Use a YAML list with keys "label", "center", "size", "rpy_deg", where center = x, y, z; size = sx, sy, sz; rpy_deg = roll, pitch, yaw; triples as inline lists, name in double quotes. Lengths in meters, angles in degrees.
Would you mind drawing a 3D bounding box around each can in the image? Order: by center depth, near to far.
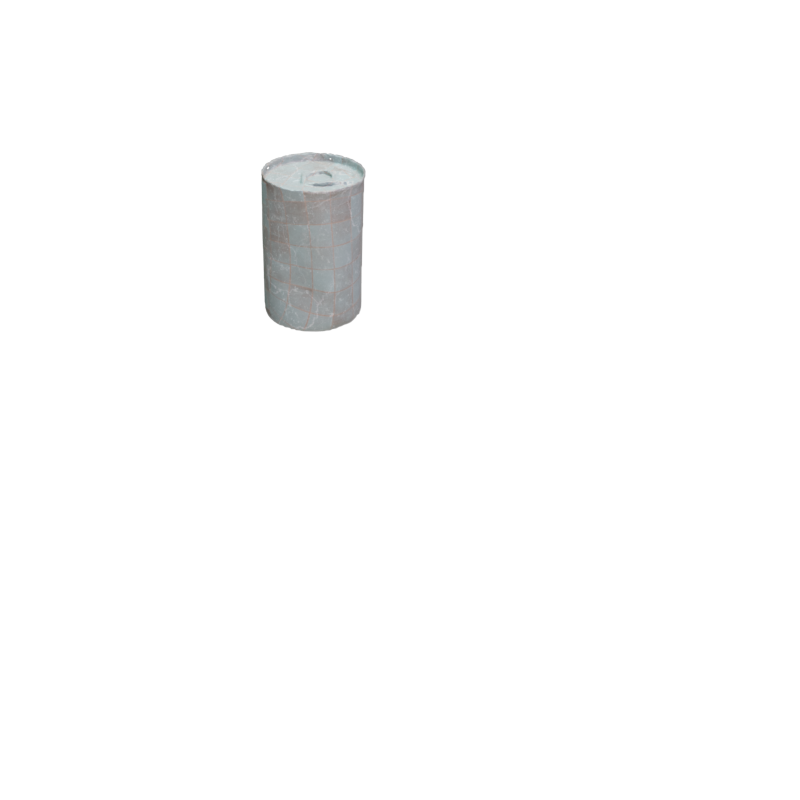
- label: "can"
  center: [-0.058, -0.105, 0.739]
  size: [0.068, 0.096, 0.073]
  rpy_deg: [0, 29, -2]
